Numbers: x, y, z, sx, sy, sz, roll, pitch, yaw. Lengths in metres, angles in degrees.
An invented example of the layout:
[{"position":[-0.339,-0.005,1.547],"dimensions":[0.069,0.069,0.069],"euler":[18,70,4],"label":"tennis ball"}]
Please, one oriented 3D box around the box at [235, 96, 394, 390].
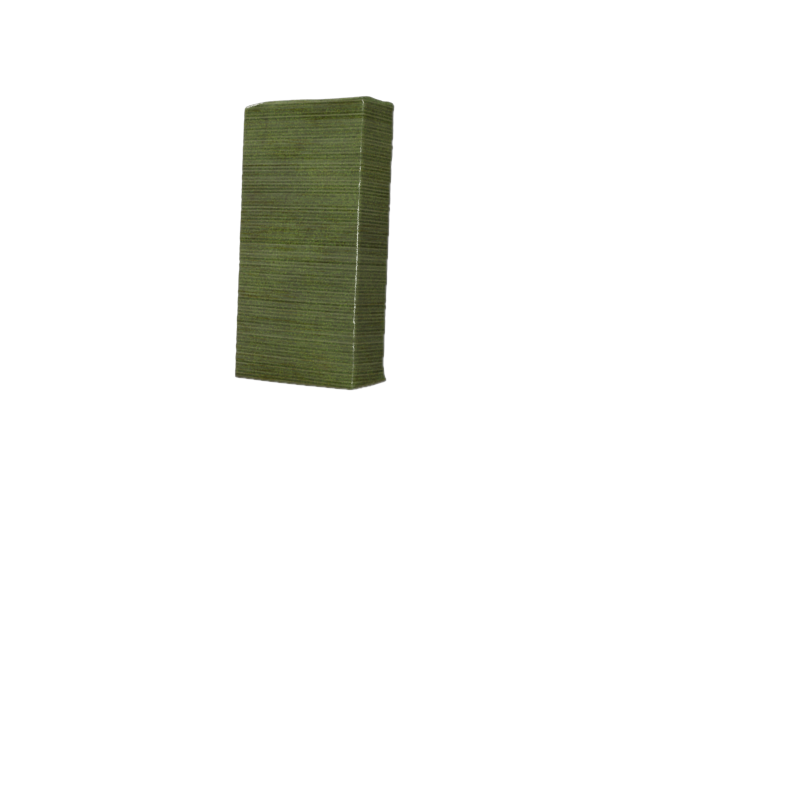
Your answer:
[{"position":[-0.055,-0.099,0.695],"dimensions":[0.097,0.176,0.046],"euler":[2,2,32],"label":"box"}]
